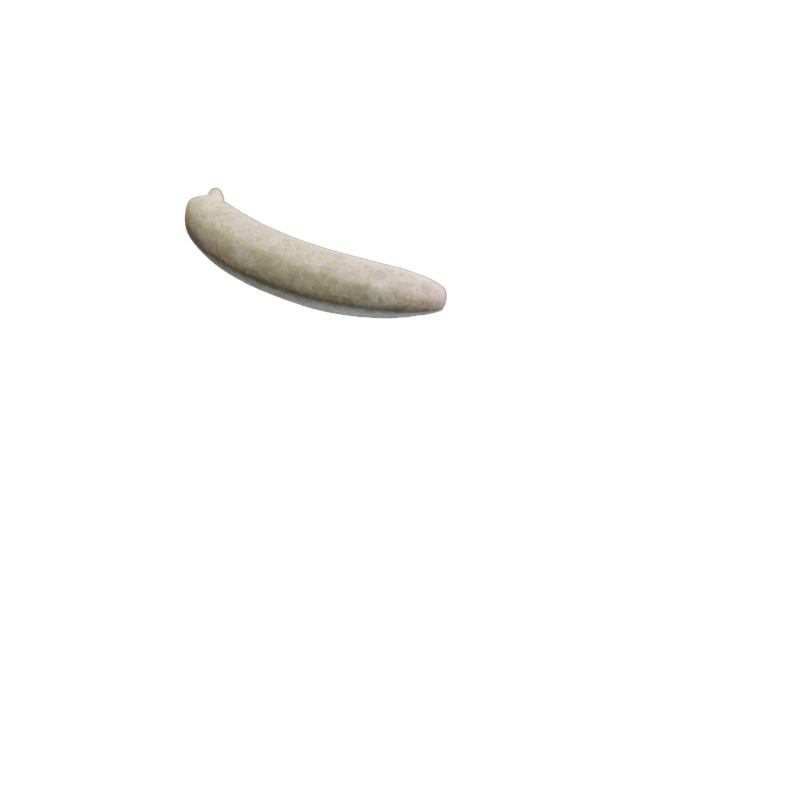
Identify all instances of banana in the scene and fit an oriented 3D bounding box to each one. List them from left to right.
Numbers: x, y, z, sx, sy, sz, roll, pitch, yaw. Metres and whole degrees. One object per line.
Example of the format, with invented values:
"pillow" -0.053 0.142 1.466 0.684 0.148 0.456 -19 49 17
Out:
"banana" -0.068 -0.090 0.678 0.210 0.034 0.070 29 47 30
